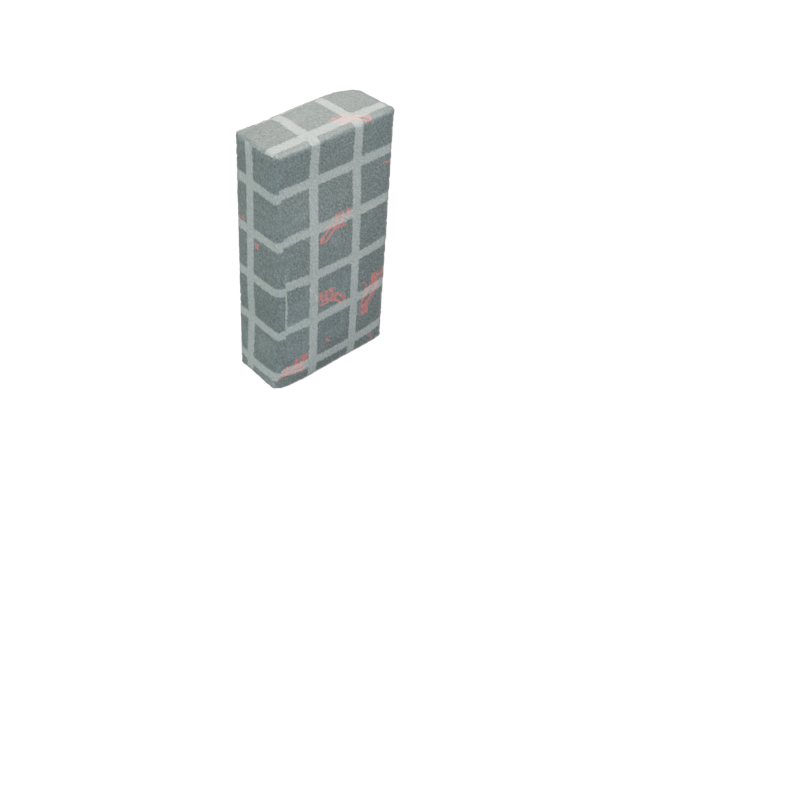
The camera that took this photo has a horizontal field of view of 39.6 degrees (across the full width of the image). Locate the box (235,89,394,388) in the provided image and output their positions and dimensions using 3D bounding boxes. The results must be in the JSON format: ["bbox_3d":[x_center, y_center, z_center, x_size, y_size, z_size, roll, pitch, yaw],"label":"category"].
[{"bbox_3d":[-0.054,-0.099,0.690,0.093,0.165,0.051,-28,46,-35],"label":"box"}]
